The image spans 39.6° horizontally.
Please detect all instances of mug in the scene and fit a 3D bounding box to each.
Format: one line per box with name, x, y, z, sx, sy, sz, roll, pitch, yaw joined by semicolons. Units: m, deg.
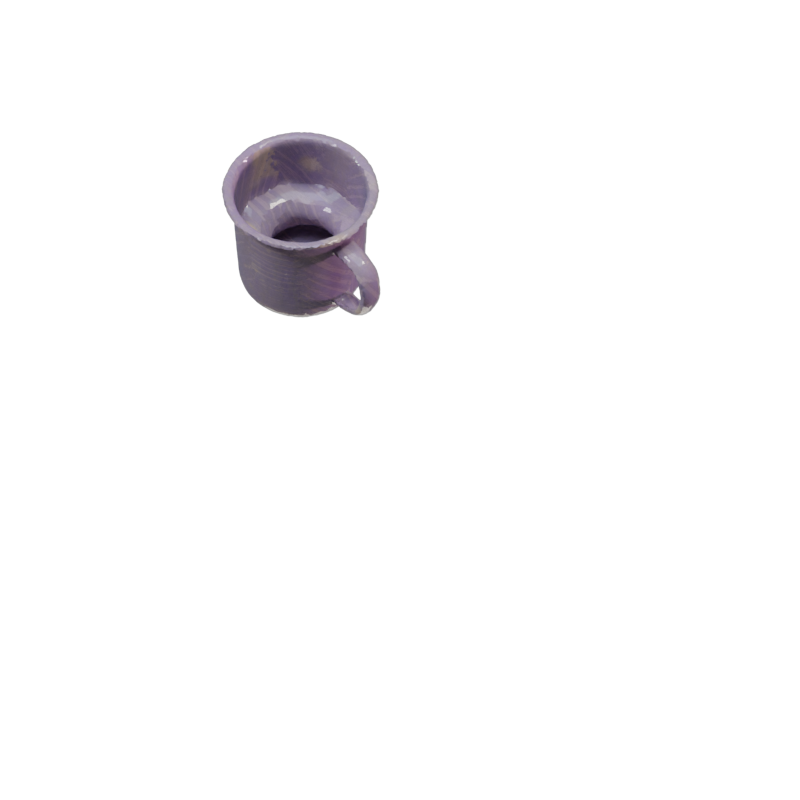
mug;-0.054;-0.098;0.684;0.094;0.125;0.076;-35;-27;-23
